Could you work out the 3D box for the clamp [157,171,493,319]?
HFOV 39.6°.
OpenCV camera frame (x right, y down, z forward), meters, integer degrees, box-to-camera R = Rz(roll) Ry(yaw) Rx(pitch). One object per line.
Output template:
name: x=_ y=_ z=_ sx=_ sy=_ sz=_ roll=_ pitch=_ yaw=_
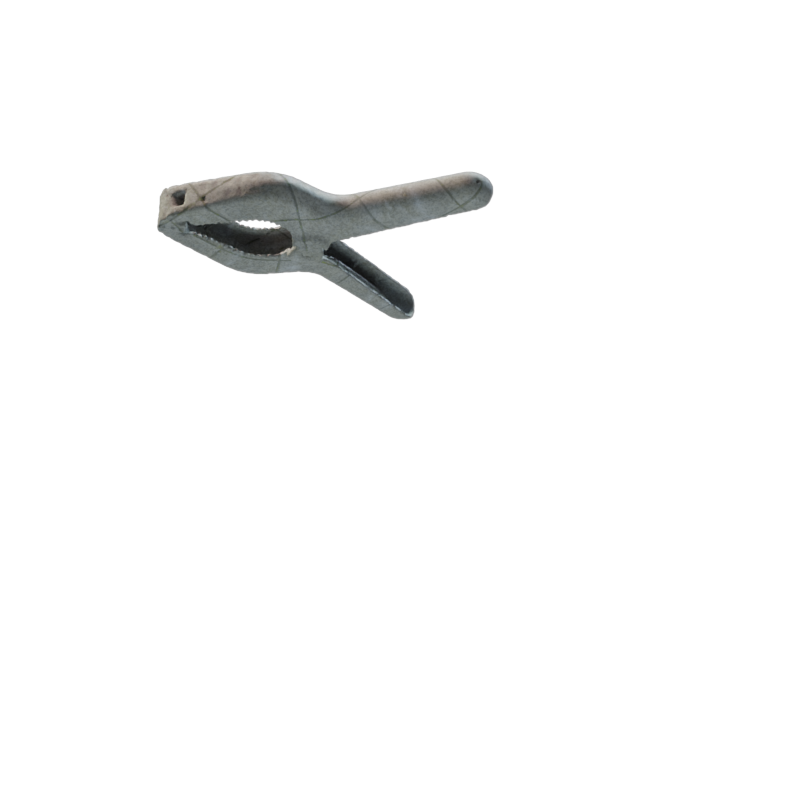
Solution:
clamp: x=-0.059 y=-0.108 z=0.753 sx=0.208 sy=0.039 sz=0.156 roll=4 pitch=-30 yaw=-8
